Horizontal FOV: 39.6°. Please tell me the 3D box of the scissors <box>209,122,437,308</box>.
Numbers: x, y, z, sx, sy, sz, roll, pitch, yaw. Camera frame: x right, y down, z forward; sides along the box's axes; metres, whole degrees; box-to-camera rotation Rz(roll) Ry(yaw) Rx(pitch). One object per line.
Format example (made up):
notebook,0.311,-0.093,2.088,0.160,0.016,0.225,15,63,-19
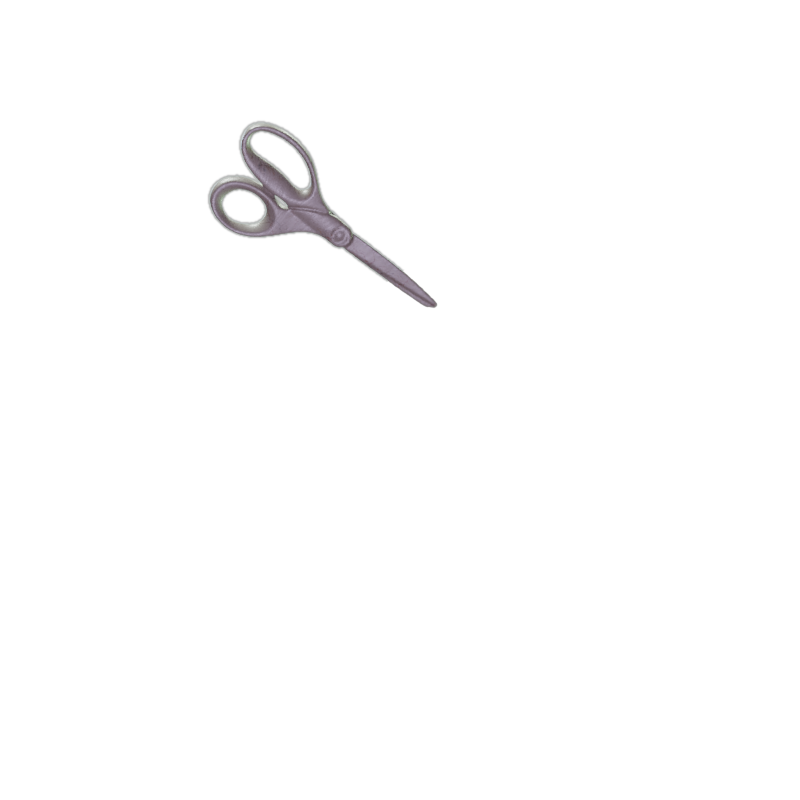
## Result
scissors,-0.067,-0.123,0.860,0.096,0.195,0.016,-36,13,9
